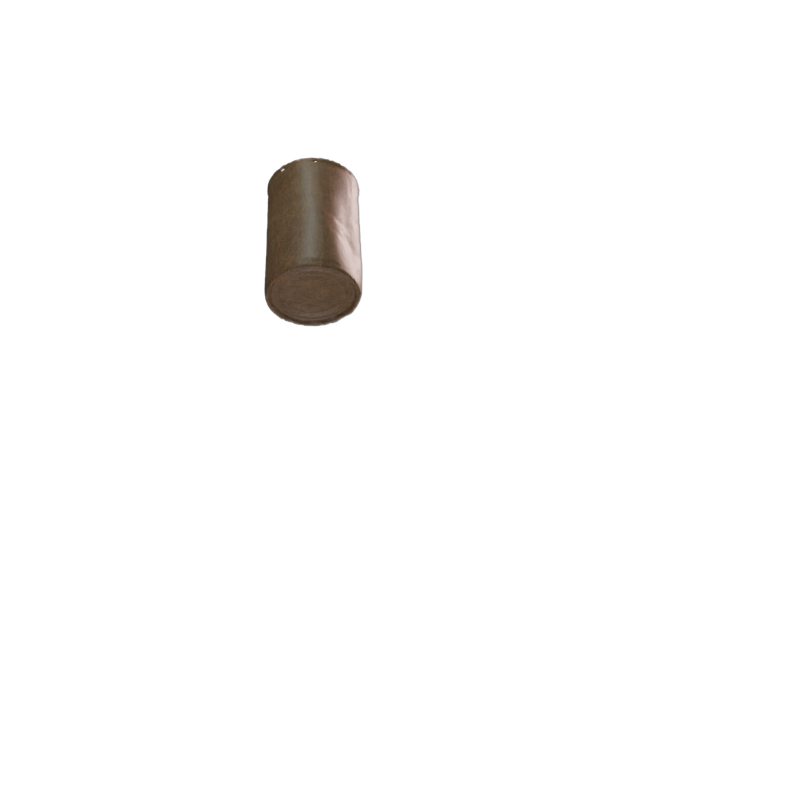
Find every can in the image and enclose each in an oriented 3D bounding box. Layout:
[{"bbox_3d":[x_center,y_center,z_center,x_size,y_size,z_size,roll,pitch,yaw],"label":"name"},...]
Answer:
[{"bbox_3d":[-0.061,-0.112,0.783,0.068,0.110,0.064,-1,-38,-3],"label":"can"}]
